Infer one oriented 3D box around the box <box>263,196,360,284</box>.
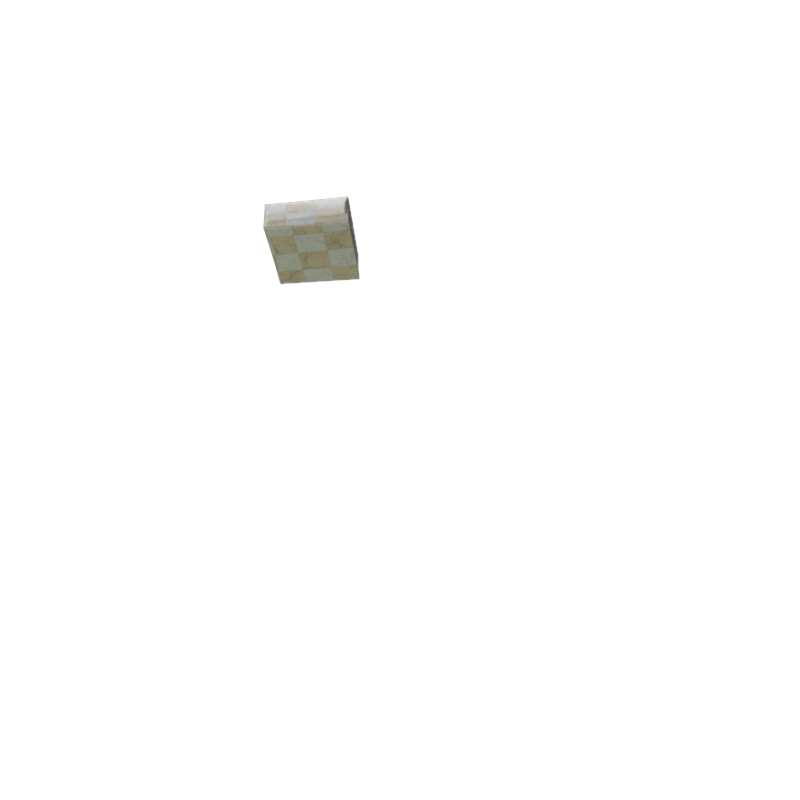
[{"bbox_3d":[-0.076,-0.138,0.970,0.074,0.032,0.083,-4,-31,5],"label":"box"}]
